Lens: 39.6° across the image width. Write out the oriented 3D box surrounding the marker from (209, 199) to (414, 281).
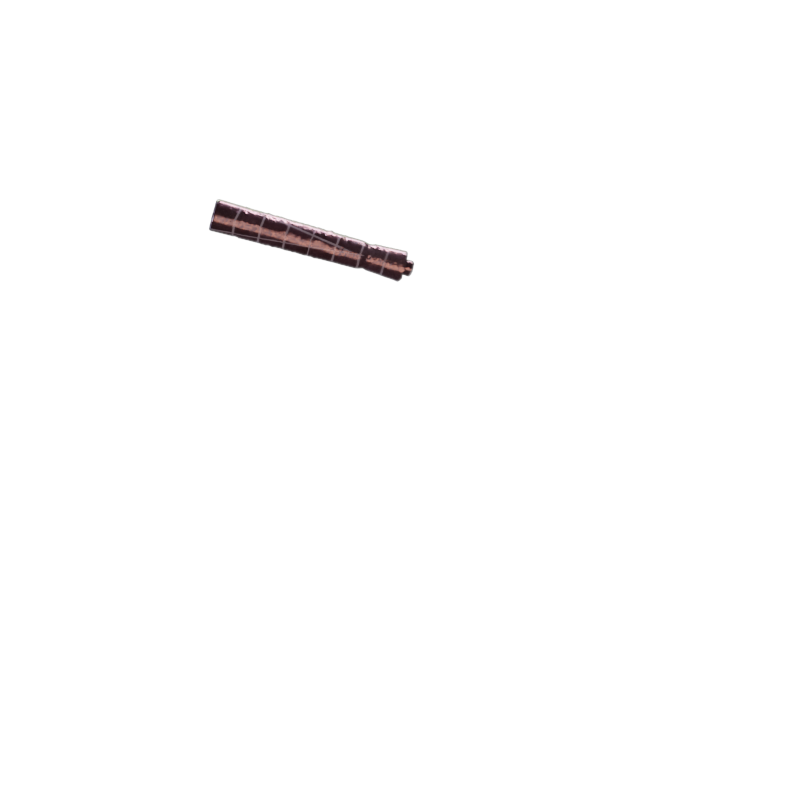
[{"bbox_3d":[-0.050,-0.092,0.645,0.119,0.020,0.020,14,2,-7],"label":"marker"}]
